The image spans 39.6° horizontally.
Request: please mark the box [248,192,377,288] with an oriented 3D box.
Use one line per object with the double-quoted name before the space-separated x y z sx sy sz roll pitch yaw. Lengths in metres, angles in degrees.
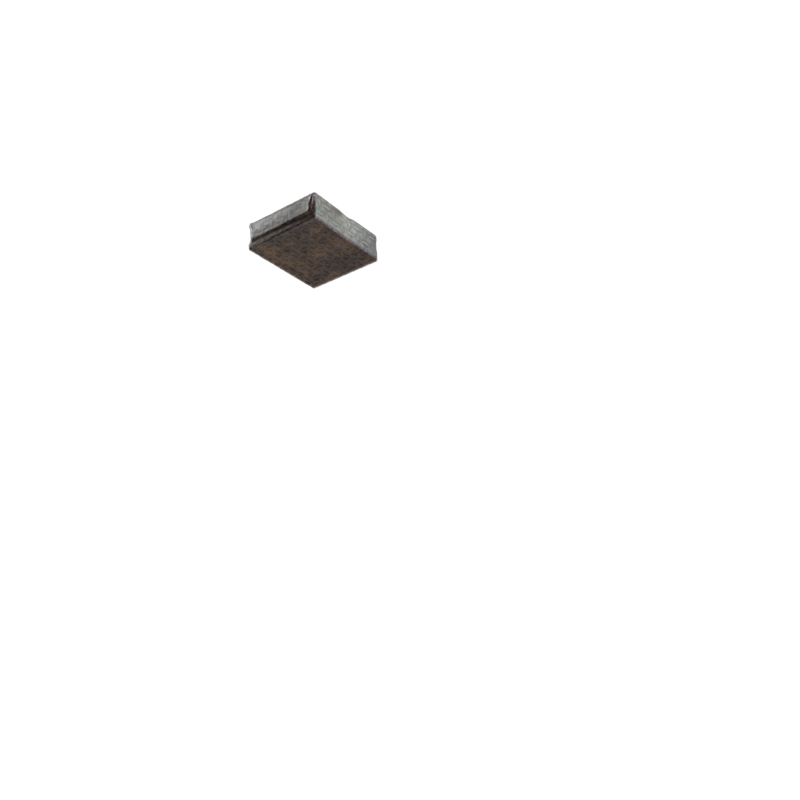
"box" -0.074 -0.136 0.951 0.074 0.032 0.083 -21 -35 33
